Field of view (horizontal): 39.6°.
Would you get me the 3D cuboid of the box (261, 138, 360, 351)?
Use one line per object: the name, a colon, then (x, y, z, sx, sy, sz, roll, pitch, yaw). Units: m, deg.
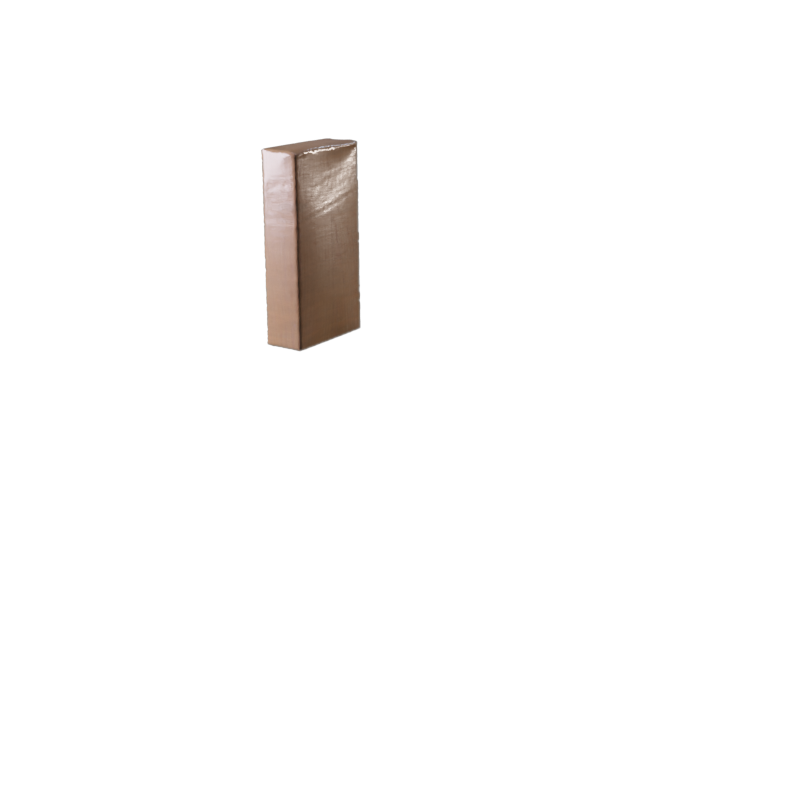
box: (-0.077, -0.141, 0.990, 0.050, 0.170, 0.092, 11, 18, 34)
